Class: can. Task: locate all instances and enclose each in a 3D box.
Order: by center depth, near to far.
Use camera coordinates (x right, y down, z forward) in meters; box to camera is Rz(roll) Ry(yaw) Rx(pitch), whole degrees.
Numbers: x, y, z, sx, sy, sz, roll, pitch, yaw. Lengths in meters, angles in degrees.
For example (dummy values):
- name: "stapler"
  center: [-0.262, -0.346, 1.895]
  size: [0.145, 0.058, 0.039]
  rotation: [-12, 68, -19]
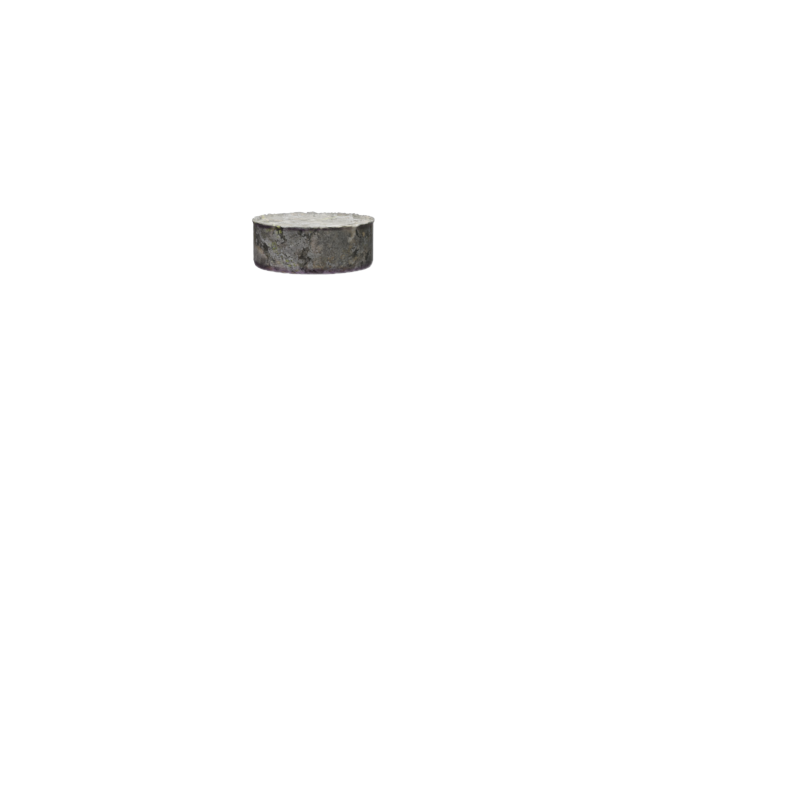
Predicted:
- name: "can"
  center: [-0.061, -0.111, 0.778]
  size: [0.086, 0.033, 0.088]
  rotation: [0, 15, -2]
